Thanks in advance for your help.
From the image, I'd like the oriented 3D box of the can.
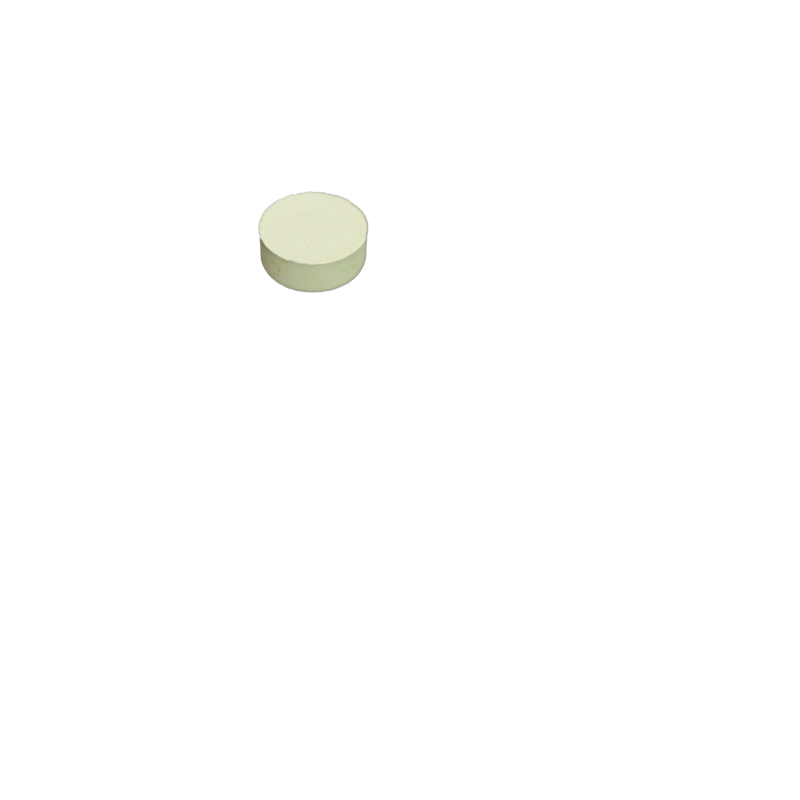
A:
[{"bbox_3d":[-0.068,-0.125,0.872,0.086,0.092,0.031,-1,-44,-1],"label":"can"}]
